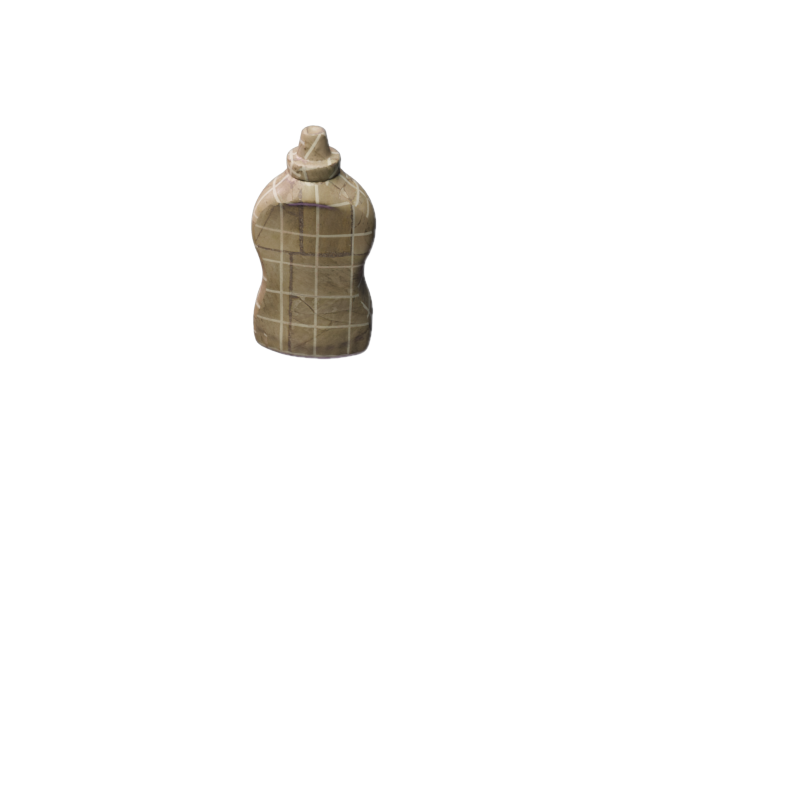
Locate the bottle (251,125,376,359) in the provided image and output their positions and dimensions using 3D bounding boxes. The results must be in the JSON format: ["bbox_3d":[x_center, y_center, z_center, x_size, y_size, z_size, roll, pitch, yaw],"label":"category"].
[{"bbox_3d":[-0.068,-0.124,0.865,0.097,0.180,0.062,6,34,6],"label":"bottle"}]
